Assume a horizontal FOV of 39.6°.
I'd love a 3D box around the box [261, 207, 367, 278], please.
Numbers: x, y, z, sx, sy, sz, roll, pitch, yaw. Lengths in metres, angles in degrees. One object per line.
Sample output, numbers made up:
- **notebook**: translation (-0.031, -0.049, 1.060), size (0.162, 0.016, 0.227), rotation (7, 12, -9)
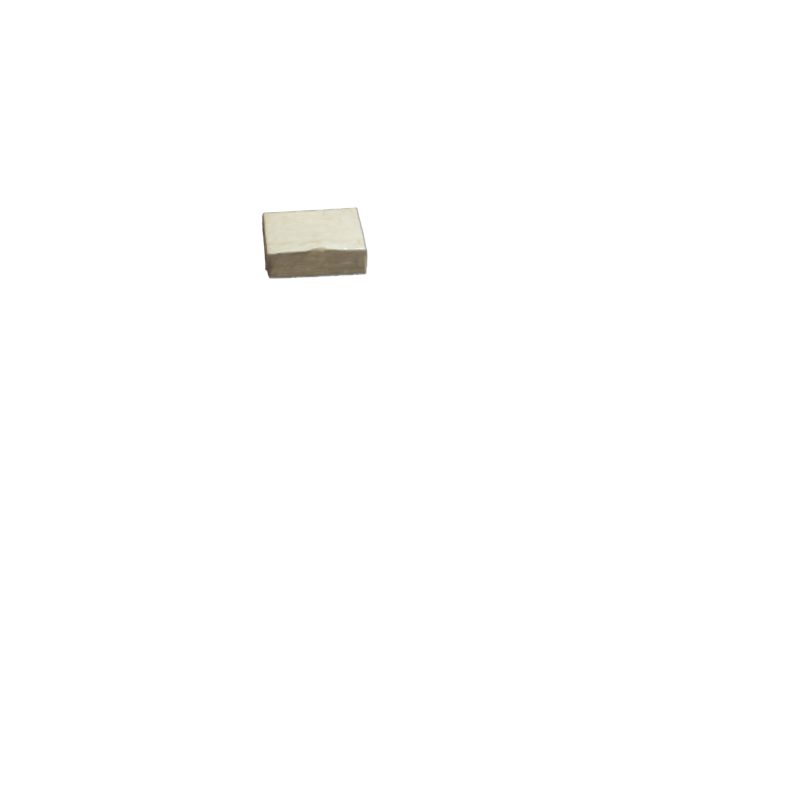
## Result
- **box**: translation (-0.077, -0.141, 0.986), size (0.089, 0.028, 0.078), rotation (-4, 37, -5)
